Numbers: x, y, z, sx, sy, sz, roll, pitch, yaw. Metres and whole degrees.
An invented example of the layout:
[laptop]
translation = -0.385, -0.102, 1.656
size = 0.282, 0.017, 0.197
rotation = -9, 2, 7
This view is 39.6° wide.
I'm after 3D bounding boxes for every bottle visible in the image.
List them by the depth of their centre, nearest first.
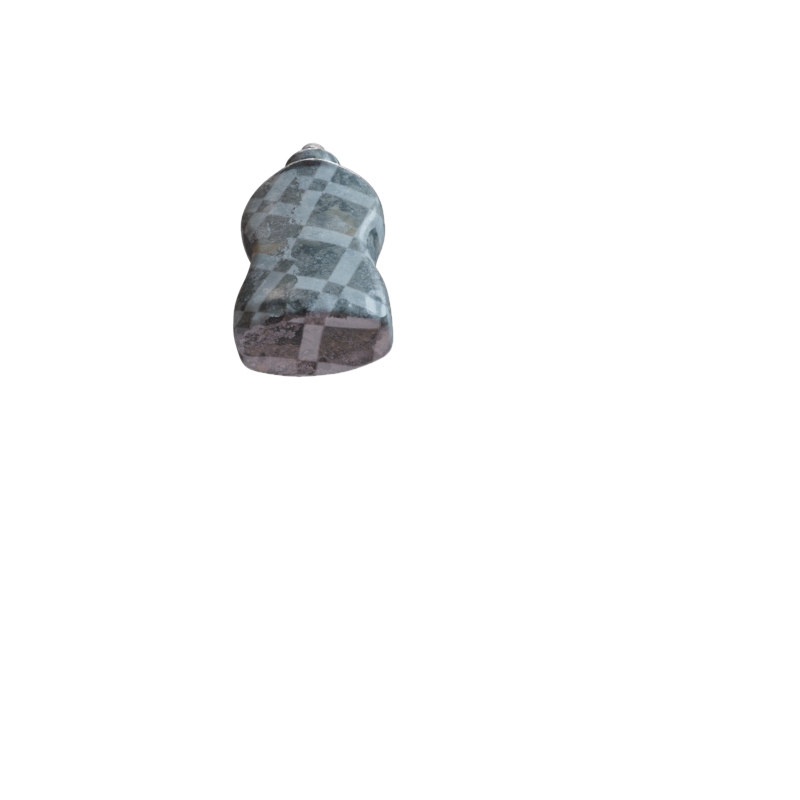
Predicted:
[bottle]
translation = -0.057, -0.105, 0.733
size = 0.096, 0.206, 0.054
rotation = -8, -44, 5
